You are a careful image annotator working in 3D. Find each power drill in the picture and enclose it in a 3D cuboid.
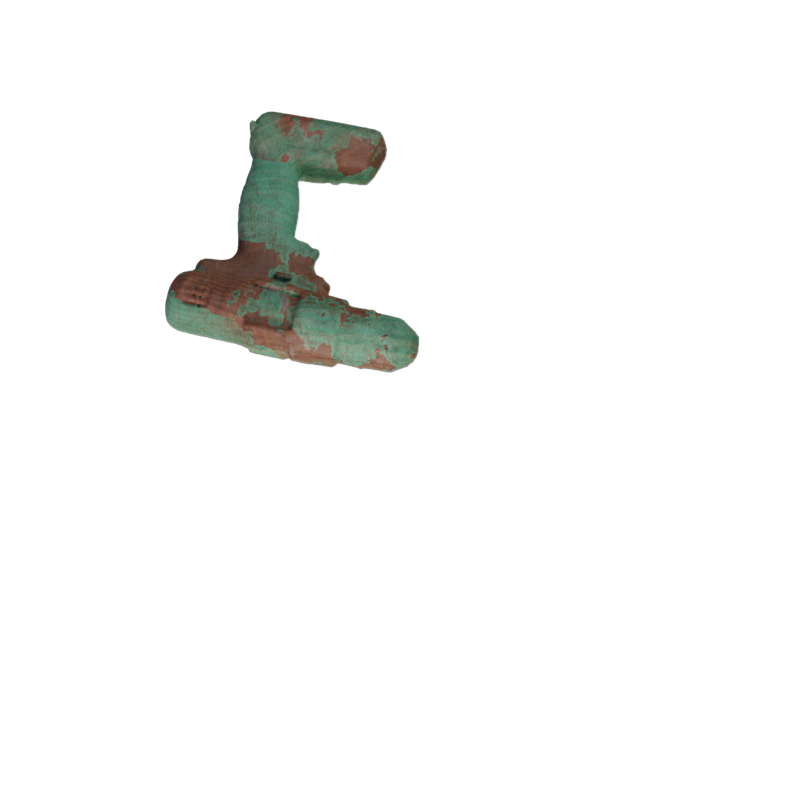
[{"bbox_3d":[-0.064,-0.117,0.822,0.186,0.197,0.054,11,-26,5],"label":"power drill"}]
